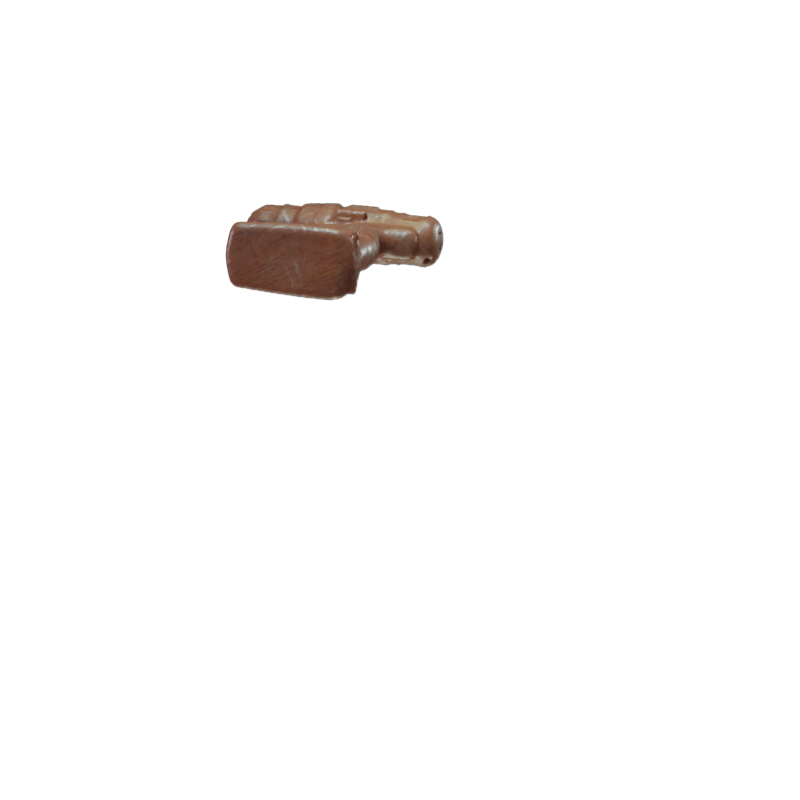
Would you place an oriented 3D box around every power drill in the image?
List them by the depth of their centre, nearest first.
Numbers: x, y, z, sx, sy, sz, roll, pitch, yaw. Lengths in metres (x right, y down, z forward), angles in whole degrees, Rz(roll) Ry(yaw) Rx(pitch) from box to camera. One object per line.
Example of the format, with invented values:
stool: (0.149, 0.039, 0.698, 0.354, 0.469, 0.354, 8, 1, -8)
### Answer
power drill: (-0.073, -0.133, 0.934, 0.190, 0.056, 0.188, 6, 18, 19)
